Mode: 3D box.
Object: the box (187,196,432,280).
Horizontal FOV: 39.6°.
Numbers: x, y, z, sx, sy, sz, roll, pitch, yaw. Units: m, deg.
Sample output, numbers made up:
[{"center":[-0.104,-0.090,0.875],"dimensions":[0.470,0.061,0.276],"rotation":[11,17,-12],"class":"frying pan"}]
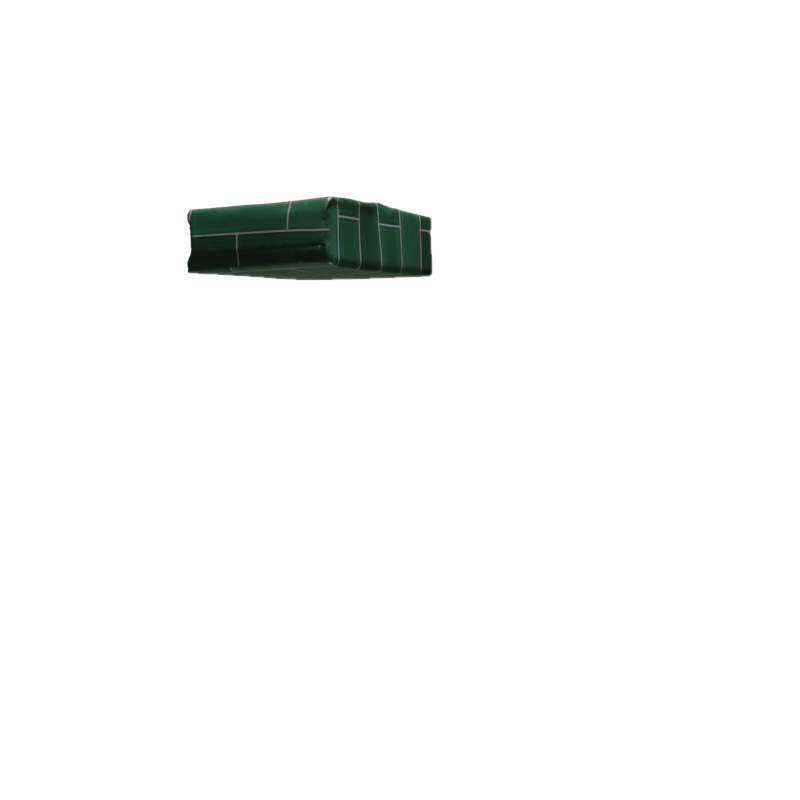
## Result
[{"center":[-0.038,-0.069,0.485],"dimensions":[0.076,0.030,0.086],"rotation":[1,2,31],"class":"box"}]
